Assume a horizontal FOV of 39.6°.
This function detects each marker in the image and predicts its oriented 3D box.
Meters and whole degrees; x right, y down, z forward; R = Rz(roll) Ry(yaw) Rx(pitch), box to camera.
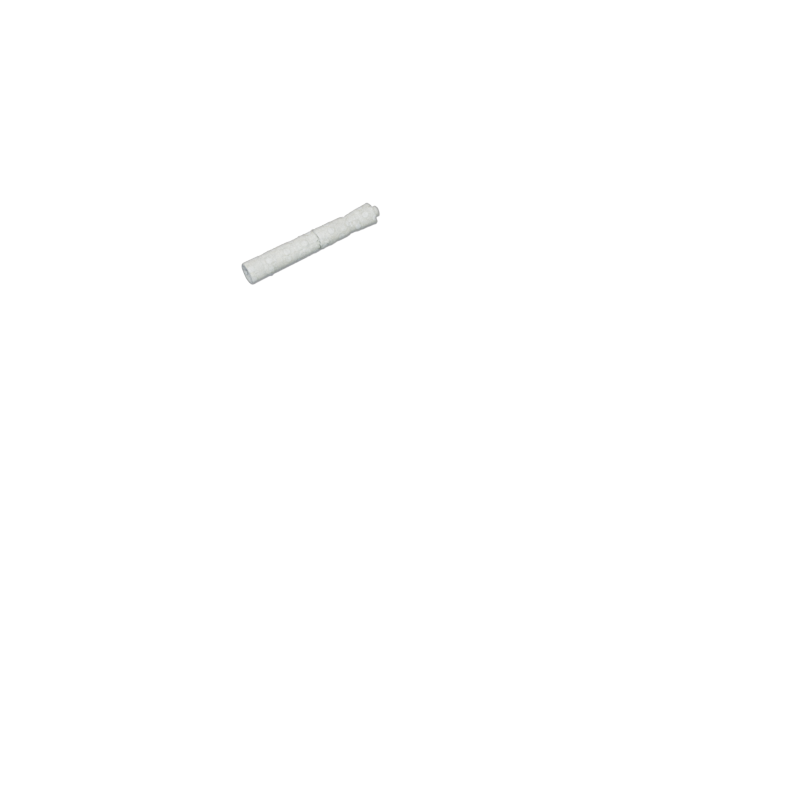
[{"bbox_3d":[-0.069,-0.126,0.881,0.121,0.019,0.020,-29,14,-17],"label":"marker"}]
